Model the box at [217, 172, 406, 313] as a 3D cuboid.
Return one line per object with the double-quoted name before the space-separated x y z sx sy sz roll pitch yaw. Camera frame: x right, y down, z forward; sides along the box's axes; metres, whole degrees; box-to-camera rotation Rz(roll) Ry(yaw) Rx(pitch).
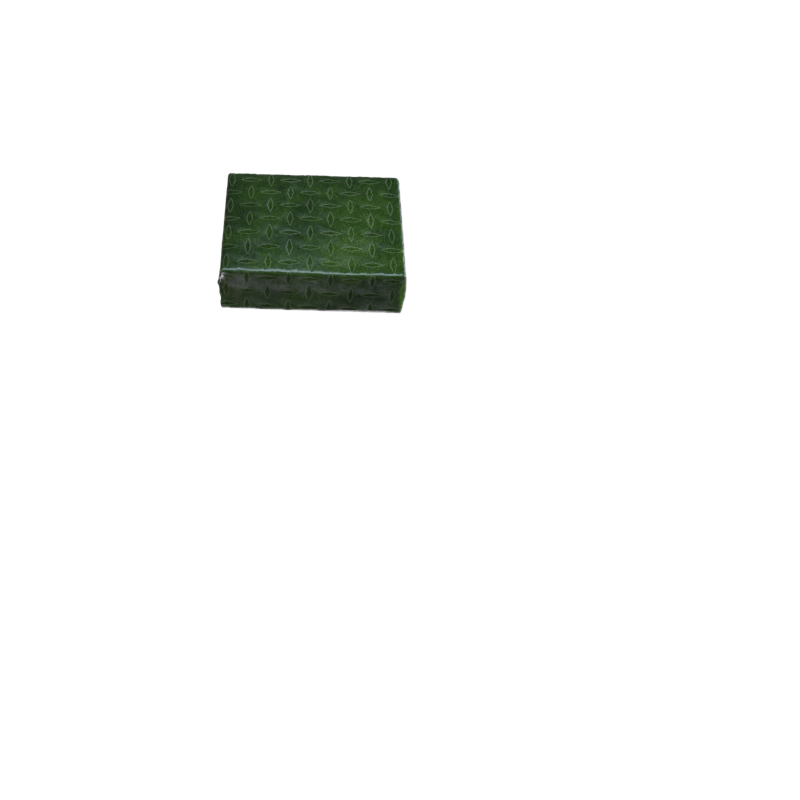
"box" -0.054 -0.099 0.689 0.113 0.096 0.036 -1 -43 -1
